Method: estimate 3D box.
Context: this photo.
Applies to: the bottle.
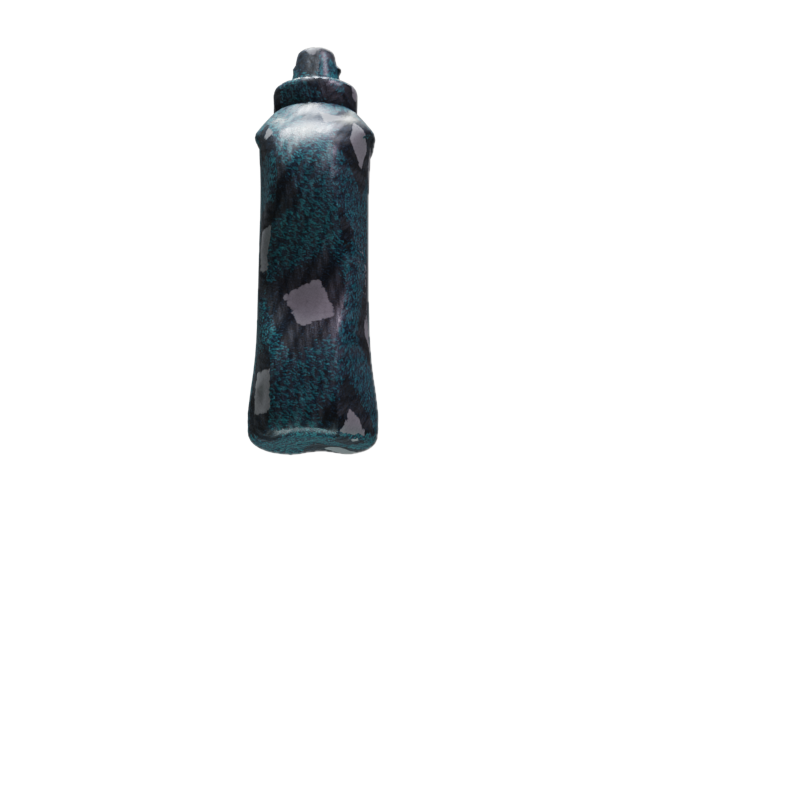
[{"bbox_3d":[-0.040,-0.074,0.519,0.059,0.199,0.092,-2,-14,3],"label":"bottle"}]
